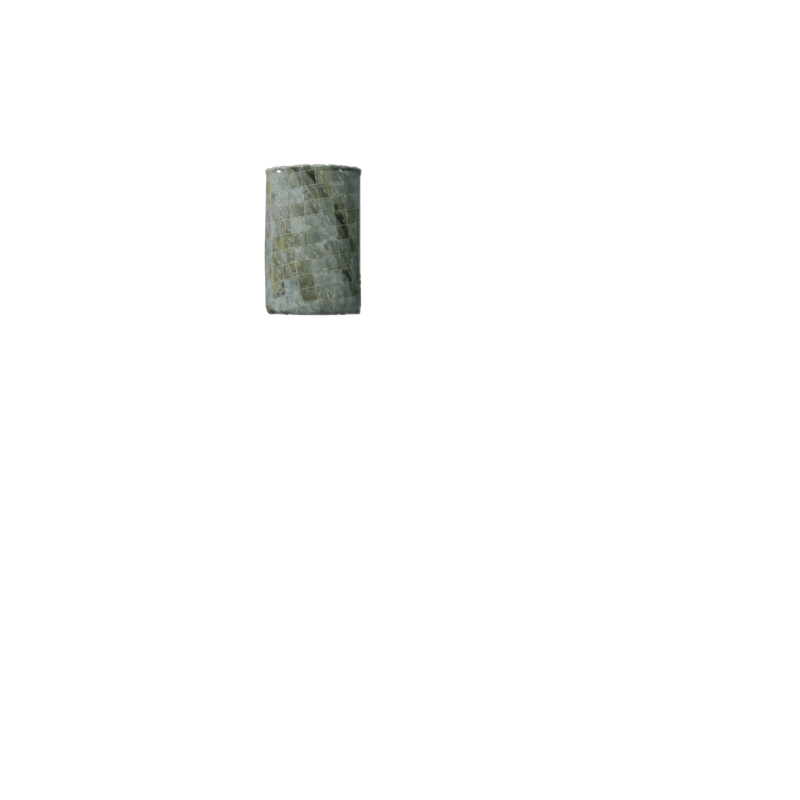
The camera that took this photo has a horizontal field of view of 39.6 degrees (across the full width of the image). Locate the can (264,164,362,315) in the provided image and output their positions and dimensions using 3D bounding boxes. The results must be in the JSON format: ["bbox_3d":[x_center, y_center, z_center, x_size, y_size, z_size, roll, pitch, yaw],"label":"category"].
[{"bbox_3d":[-0.061,-0.111,0.777,0.068,0.103,0.068,0,0,-2],"label":"can"}]
